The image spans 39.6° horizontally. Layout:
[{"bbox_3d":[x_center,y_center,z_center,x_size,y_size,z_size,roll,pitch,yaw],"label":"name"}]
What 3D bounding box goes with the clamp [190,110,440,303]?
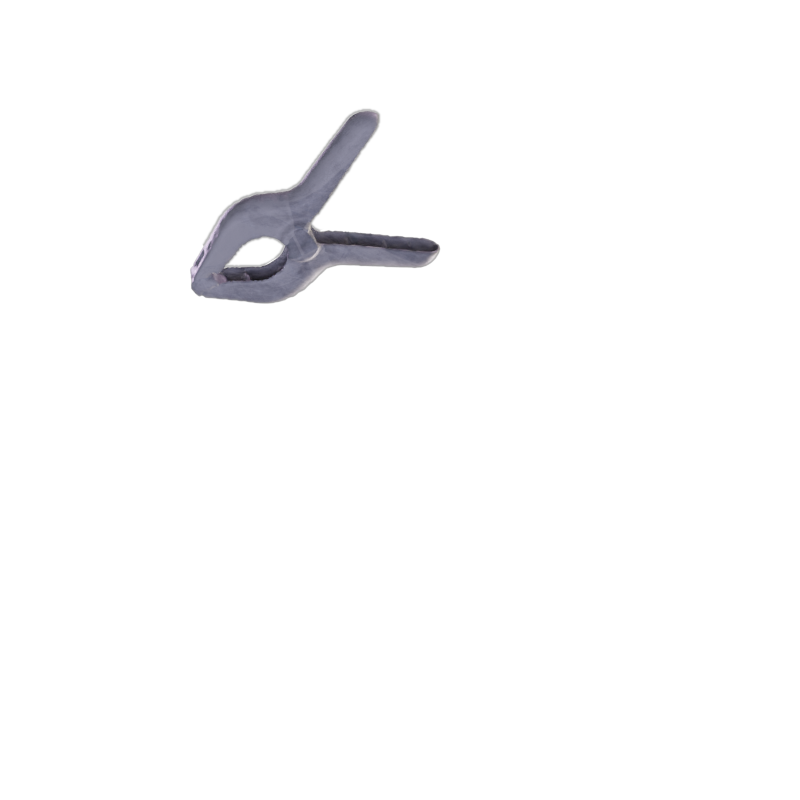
[{"bbox_3d":[-0.060,-0.109,0.763,0.171,0.115,0.041,-31,19,11],"label":"clamp"}]
